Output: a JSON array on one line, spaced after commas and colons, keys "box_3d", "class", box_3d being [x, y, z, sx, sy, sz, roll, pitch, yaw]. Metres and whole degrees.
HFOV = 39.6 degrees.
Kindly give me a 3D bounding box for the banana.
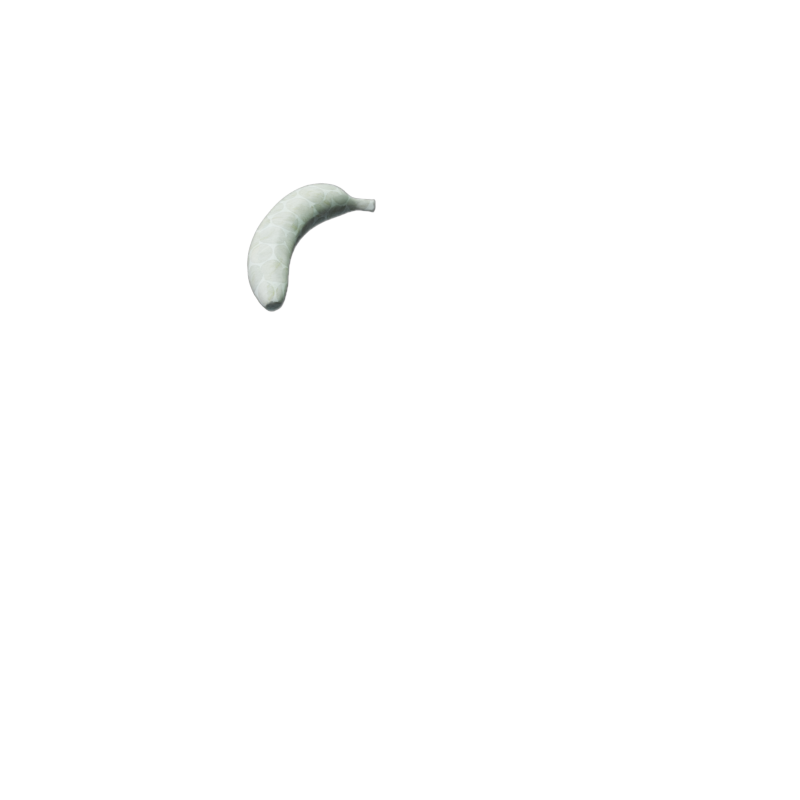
[{"box_3d": [-0.090, -0.144, 0.965, 0.072, 0.034, 0.204, 15, 40, 18], "class": "banana"}]
